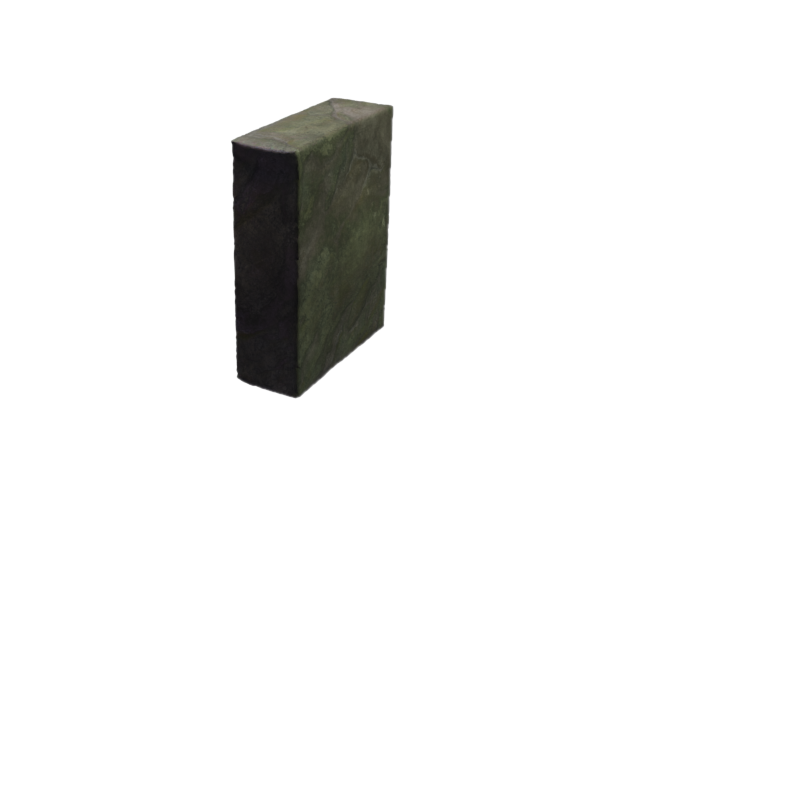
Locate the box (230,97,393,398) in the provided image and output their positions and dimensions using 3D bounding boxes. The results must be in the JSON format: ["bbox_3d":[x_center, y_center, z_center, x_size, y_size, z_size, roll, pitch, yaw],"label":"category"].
[{"bbox_3d":[-0.074,-0.135,0.944,0.075,0.203,0.166,12,27,24],"label":"box"}]
